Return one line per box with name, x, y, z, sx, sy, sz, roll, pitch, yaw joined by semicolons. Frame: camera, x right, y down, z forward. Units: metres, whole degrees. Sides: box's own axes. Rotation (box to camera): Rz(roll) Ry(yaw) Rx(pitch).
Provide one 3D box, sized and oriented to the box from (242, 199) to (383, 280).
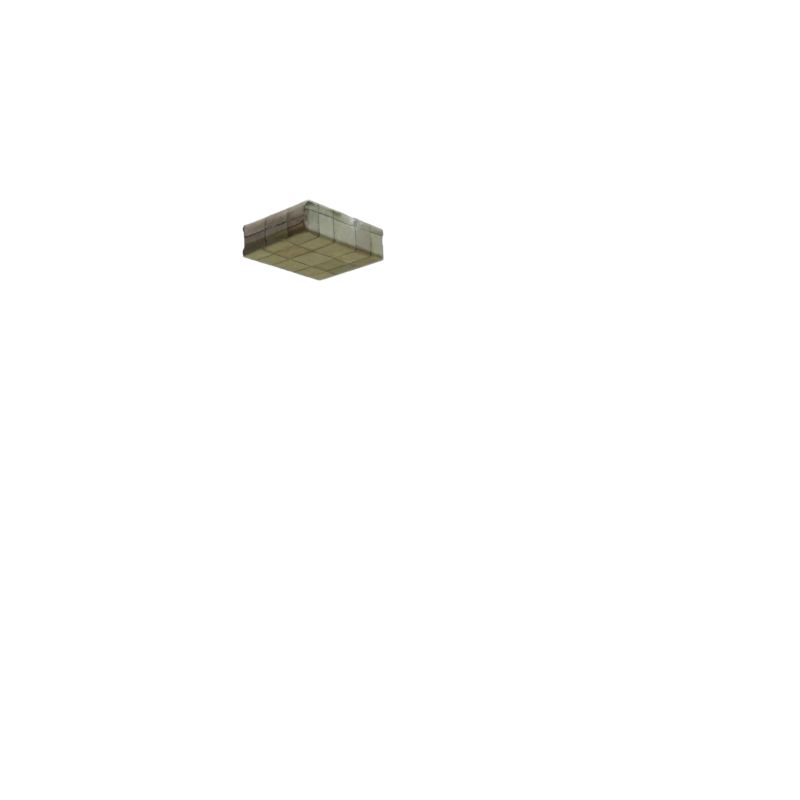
box;-0.069;-0.125;0.876;0.074;0.031;0.084;-14;-20;41
